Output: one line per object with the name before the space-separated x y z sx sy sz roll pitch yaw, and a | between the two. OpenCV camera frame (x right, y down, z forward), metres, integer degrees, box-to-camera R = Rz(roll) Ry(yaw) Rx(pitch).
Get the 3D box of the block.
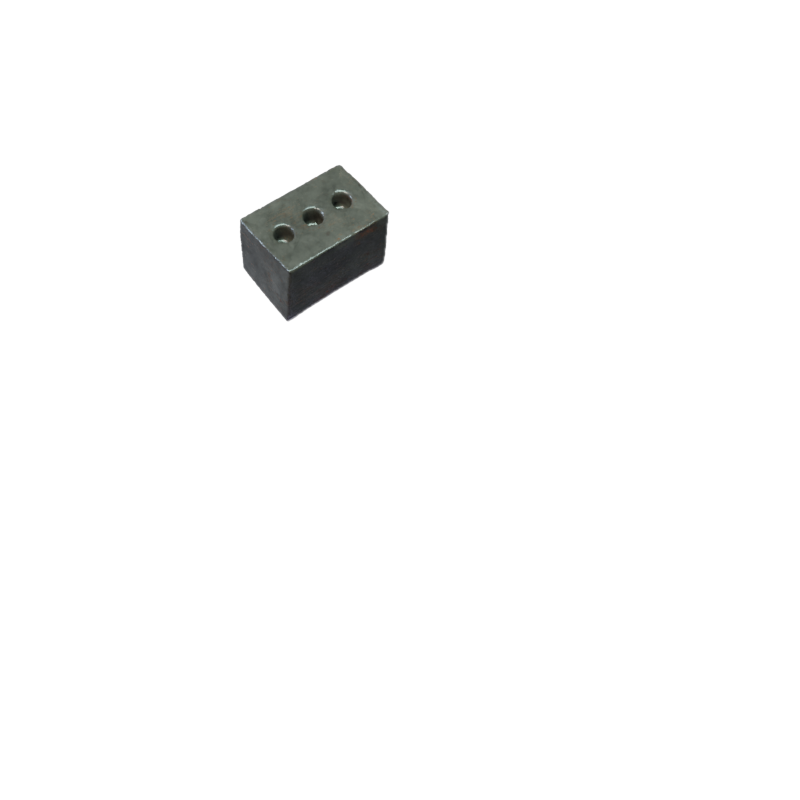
block | -0.054 -0.098 0.688 0.078 0.056 0.048 -34 -26 -21
